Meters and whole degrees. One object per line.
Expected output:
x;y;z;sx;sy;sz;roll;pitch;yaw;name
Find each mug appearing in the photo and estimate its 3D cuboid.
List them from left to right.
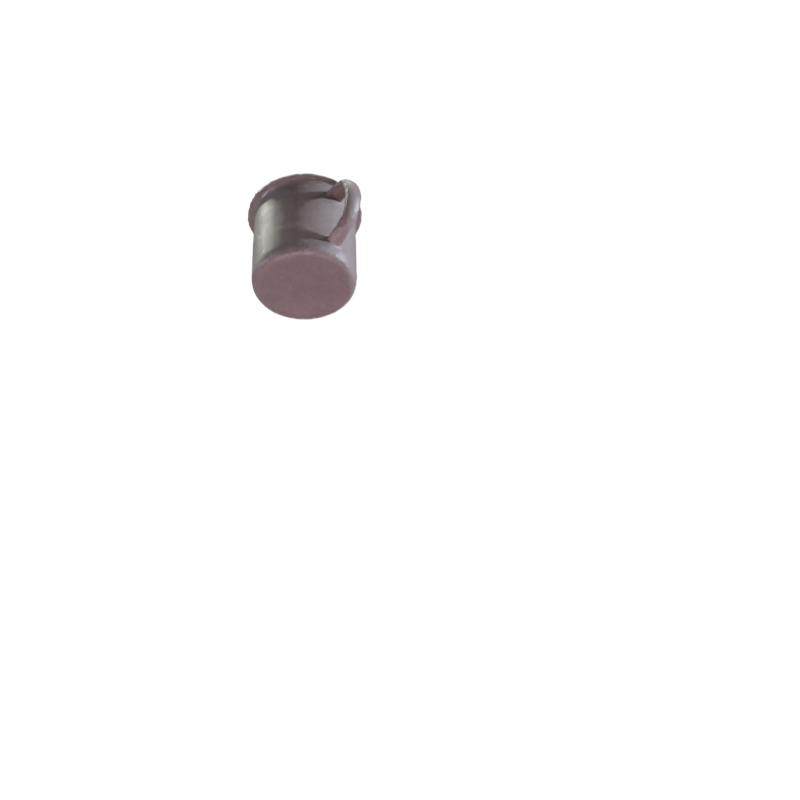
-0.068;-0.124;0.870;0.088;0.087;0.115;27;-50;-28;mug
